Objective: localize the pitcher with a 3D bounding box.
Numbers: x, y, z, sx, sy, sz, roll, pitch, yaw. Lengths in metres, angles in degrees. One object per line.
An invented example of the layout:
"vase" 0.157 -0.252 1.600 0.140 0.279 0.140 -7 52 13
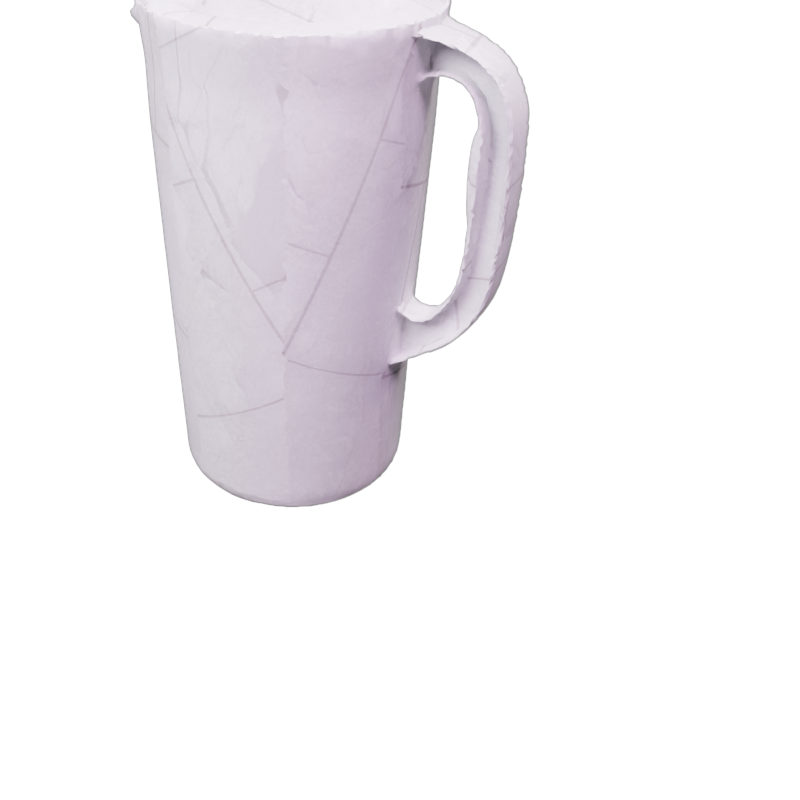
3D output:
"pitcher" -0.040 -0.073 0.510 0.143 0.229 0.160 -8 31 -17
